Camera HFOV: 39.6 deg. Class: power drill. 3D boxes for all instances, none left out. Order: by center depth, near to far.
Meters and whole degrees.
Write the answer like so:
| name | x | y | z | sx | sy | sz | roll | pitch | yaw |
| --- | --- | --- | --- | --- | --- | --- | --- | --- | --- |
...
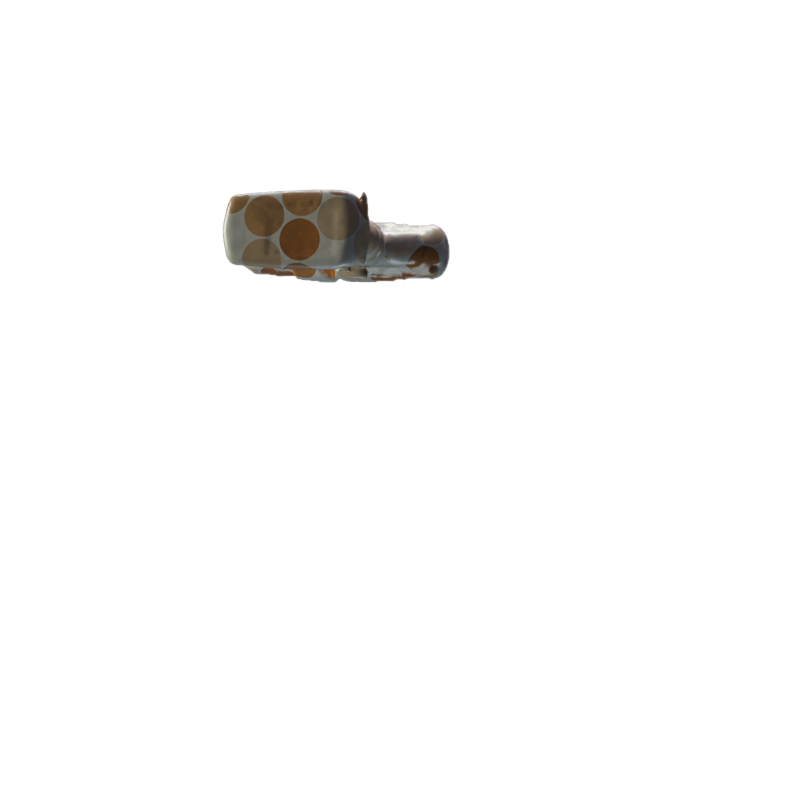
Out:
| name | x | y | z | sx | sy | sz | roll | pitch | yaw |
| --- | --- | --- | --- | --- | --- | --- | --- | --- | --- |
| power drill | -0.068 | -0.125 | 0.873 | 0.189 | 0.058 | 0.183 | 1 | 2 | 18 |
